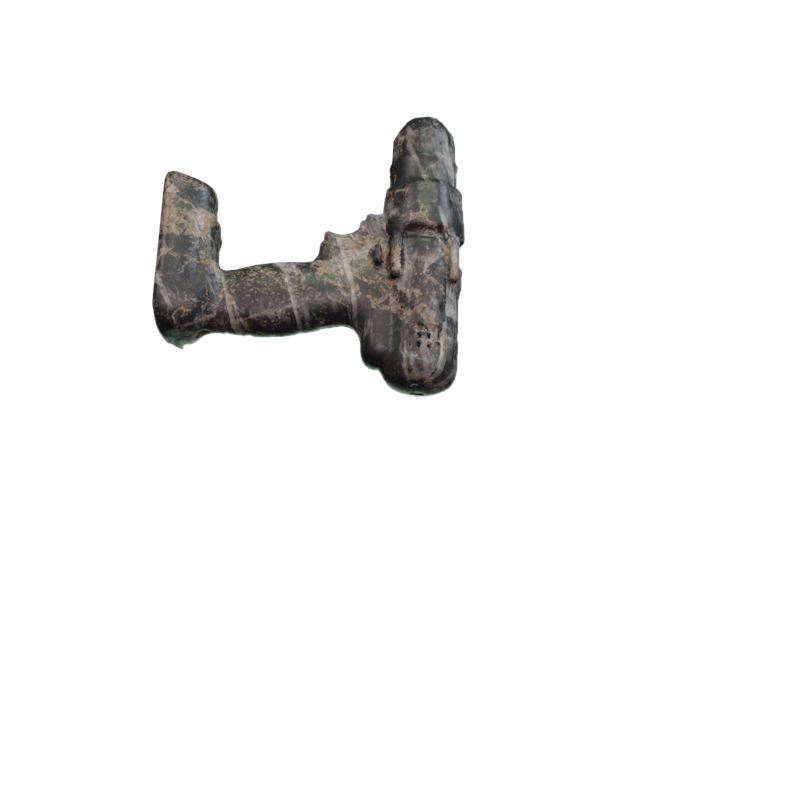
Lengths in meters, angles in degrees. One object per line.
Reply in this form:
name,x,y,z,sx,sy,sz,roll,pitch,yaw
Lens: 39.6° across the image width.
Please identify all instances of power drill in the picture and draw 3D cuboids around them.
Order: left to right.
power drill,-0.054,-0.098,0.686,0.188,0.195,0.054,2,-25,1
